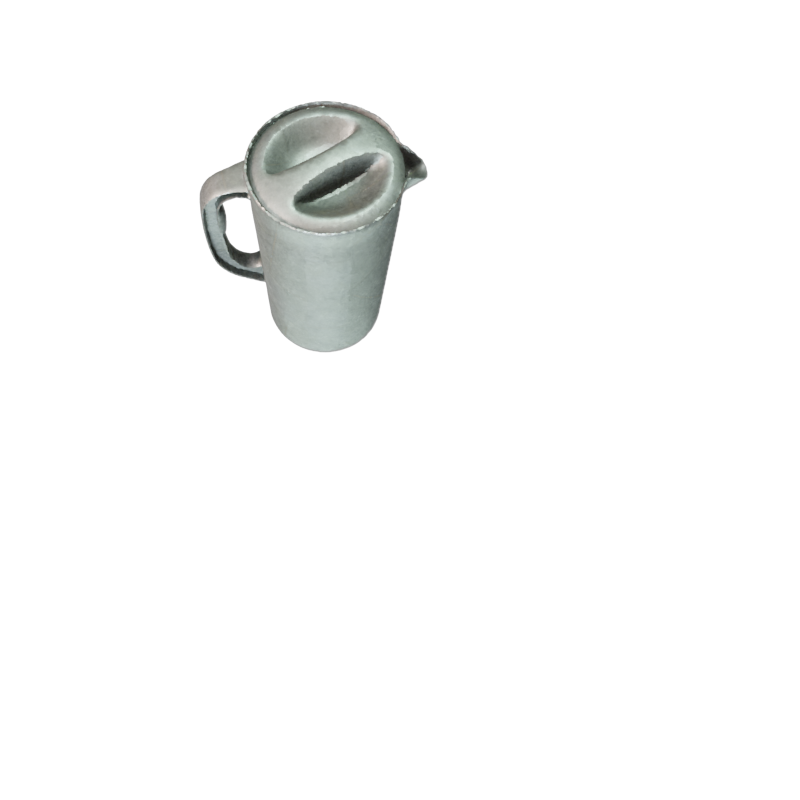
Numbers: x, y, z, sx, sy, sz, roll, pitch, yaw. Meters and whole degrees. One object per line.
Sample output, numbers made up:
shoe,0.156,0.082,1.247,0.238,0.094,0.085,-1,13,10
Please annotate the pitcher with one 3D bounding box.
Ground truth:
pitcher,-0.077,-0.141,0.987,0.155,0.148,0.229,34,-24,14
